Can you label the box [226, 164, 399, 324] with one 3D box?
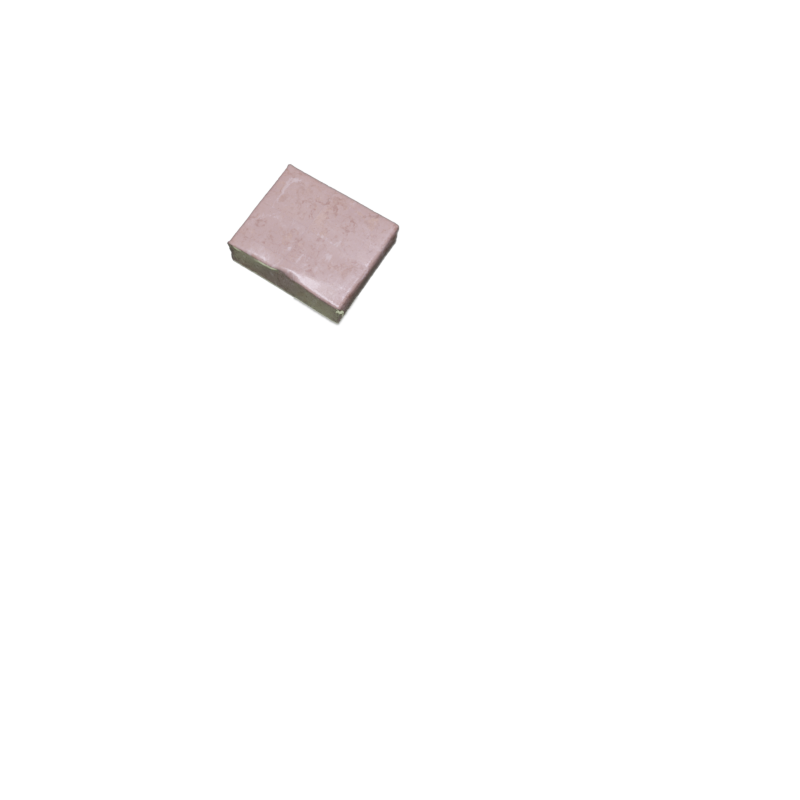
[{"bbox_3d":[-0.057,-0.105,0.732,0.092,0.075,0.029,31,-21,13],"label":"box"}]
